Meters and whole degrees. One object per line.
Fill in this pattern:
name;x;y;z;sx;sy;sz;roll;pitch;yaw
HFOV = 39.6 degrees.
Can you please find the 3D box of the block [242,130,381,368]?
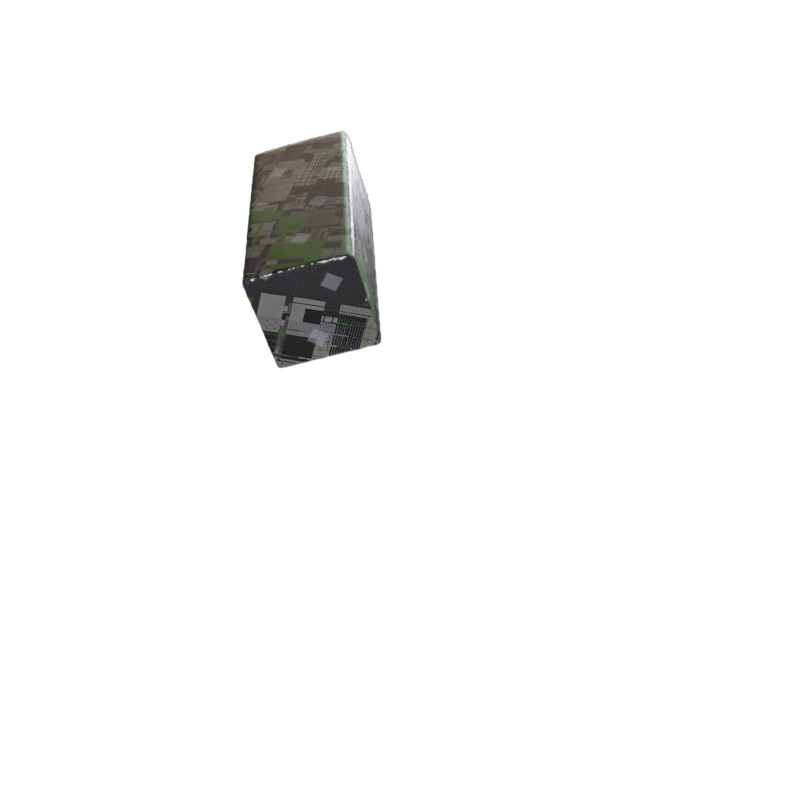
block;-0.073;-0.135;0.943;0.091;0.084;0.221;-14;37;7
